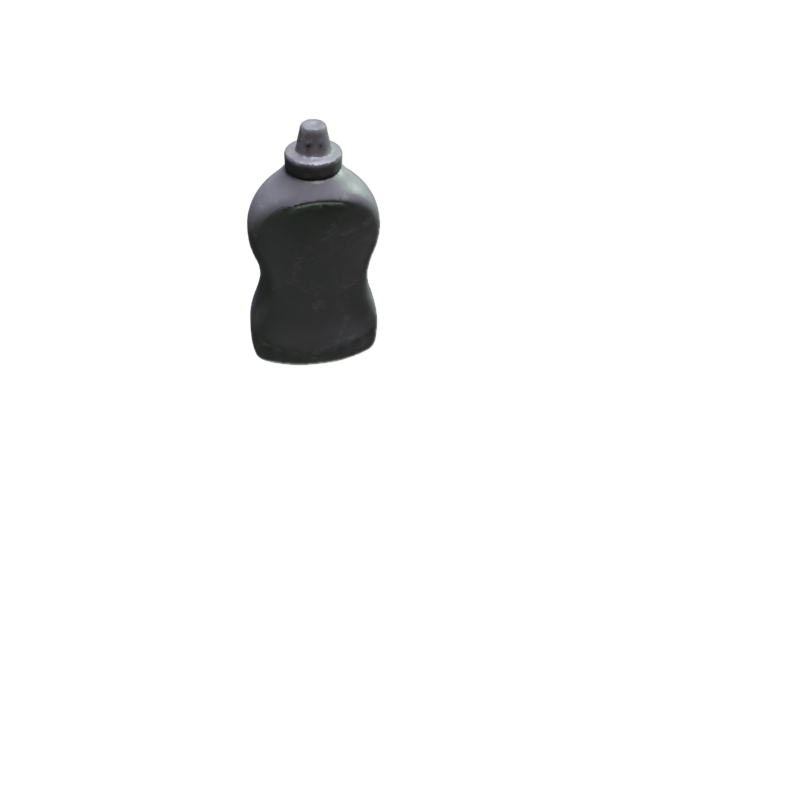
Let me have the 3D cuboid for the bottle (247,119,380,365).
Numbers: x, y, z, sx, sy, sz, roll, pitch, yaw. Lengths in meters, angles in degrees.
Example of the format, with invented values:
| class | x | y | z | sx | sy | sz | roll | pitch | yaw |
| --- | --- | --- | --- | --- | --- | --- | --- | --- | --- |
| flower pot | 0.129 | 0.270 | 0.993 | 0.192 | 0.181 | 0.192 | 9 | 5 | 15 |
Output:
| class | x | y | z | sx | sy | sz | roll | pitch | yaw |
| --- | --- | --- | --- | --- | --- | --- | --- | --- | --- |
| bottle | -0.064 | -0.116 | 0.812 | 0.095 | 0.179 | 0.063 | -4 | 37 | -9 |
